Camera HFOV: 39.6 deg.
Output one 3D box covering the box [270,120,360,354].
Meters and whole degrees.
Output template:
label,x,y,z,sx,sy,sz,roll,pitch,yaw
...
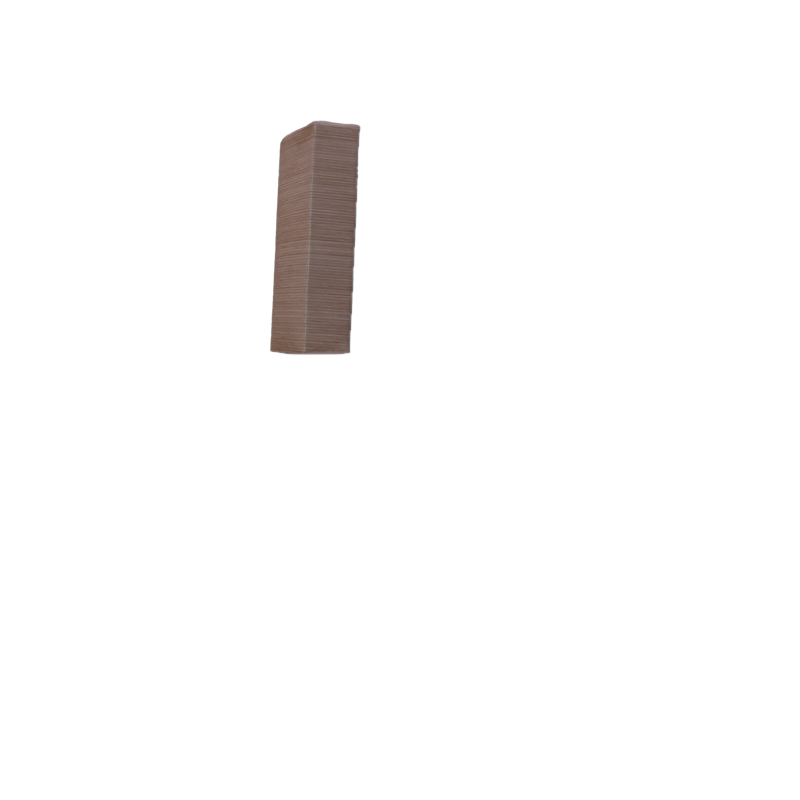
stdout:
label,x,y,z,sx,sy,sz,roll,pitch,yaw
box,-0.068,-0.124,0.870,0.047,0.178,0.095,1,-4,-22
